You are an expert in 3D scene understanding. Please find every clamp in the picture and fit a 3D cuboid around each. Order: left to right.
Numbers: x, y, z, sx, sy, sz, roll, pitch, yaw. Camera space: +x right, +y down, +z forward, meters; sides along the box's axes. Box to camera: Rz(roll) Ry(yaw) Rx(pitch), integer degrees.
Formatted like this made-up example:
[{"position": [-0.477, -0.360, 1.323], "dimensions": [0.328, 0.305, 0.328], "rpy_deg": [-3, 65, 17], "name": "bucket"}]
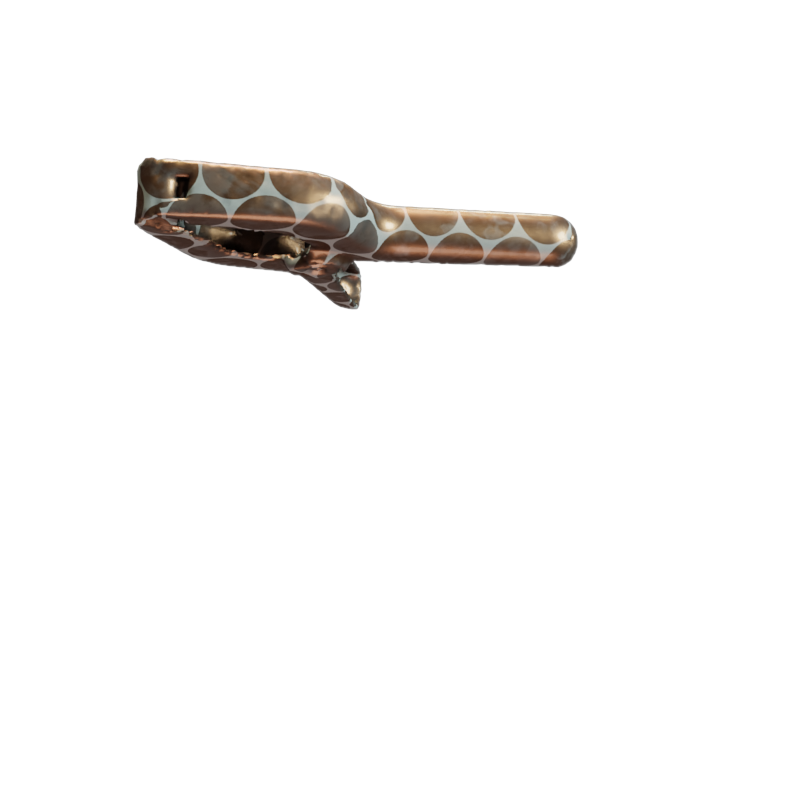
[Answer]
[{"position": [-0.043, -0.078, 0.544], "dimensions": [0.200, 0.037, 0.167], "rpy_deg": [6, -11, -36], "name": "clamp"}]
